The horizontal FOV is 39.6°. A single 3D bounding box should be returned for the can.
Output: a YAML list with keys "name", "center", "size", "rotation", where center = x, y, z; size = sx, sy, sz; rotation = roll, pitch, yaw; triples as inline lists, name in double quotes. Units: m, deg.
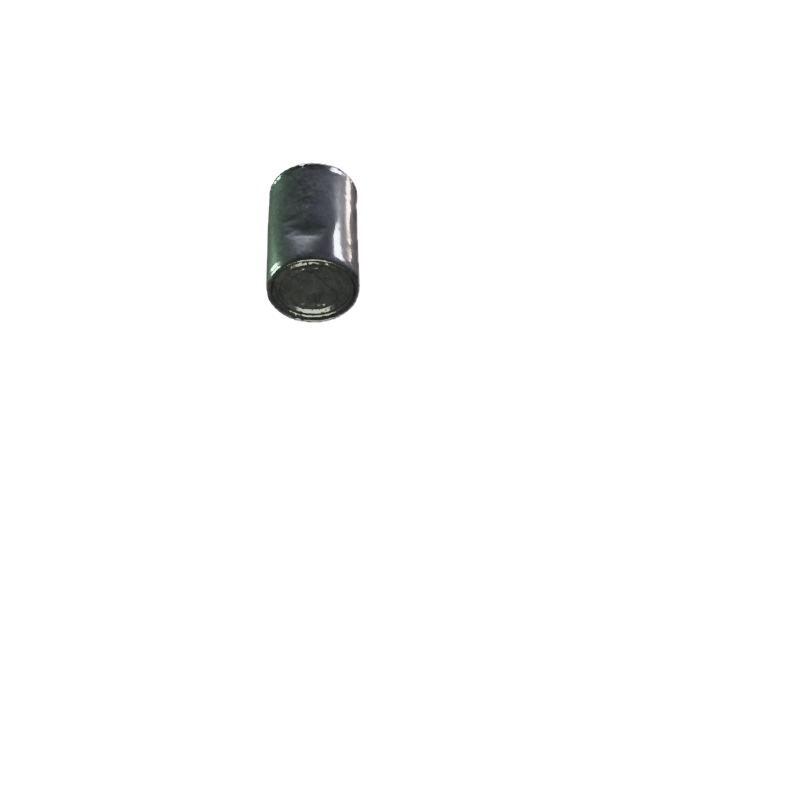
- name: "can"
  center: [-0.064, -0.116, 0.813]
  size: [0.068, 0.110, 0.064]
  rotation: [-1, -42, -3]
